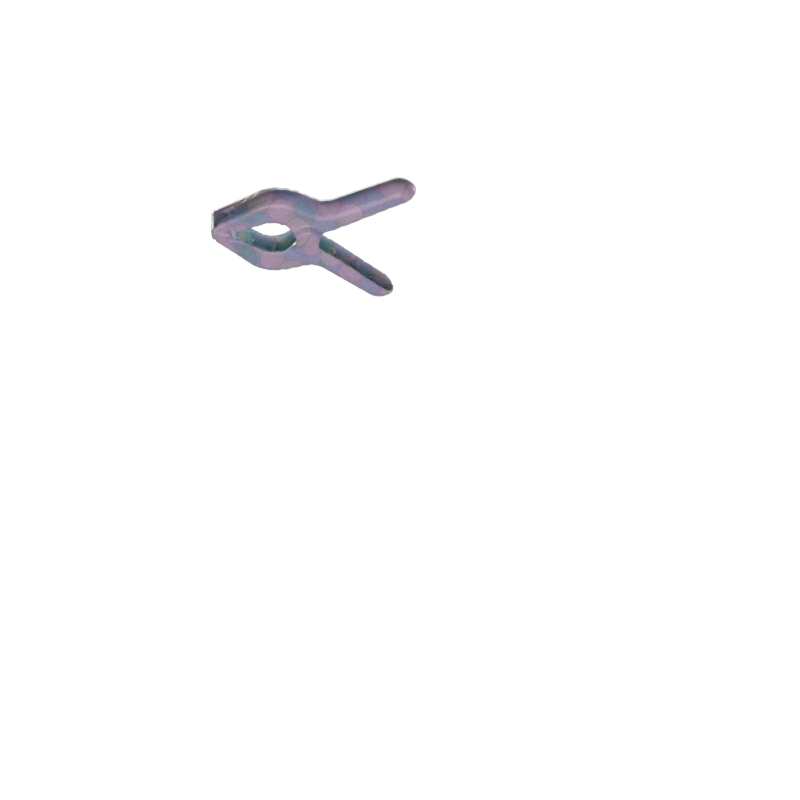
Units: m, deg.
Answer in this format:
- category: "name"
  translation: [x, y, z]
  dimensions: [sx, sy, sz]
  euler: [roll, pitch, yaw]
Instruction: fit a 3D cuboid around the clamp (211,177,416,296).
- category: "clamp"
  translation: [-0.074, -0.135, 0.945]
  dimensions: [0.171, 0.112, 0.042]
  euler: [0, 35, 0]
